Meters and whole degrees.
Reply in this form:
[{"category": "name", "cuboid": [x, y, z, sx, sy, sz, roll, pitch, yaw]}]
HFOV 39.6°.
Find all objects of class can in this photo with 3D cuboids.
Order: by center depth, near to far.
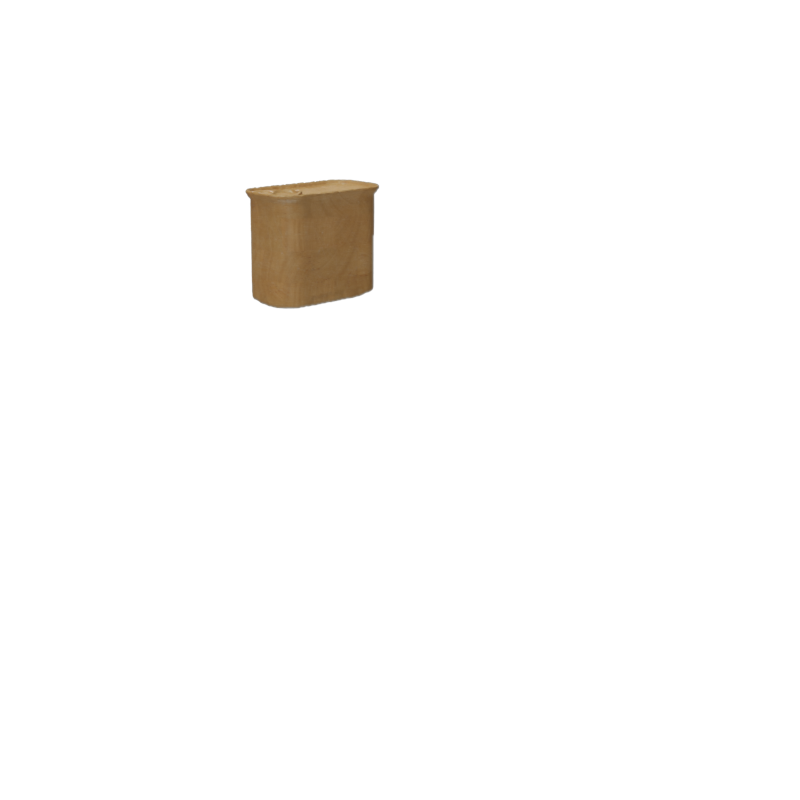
[{"category": "can", "cuboid": [-0.065, -0.119, 0.832, 0.099, 0.081, 0.061, -13, 18, -41]}]
